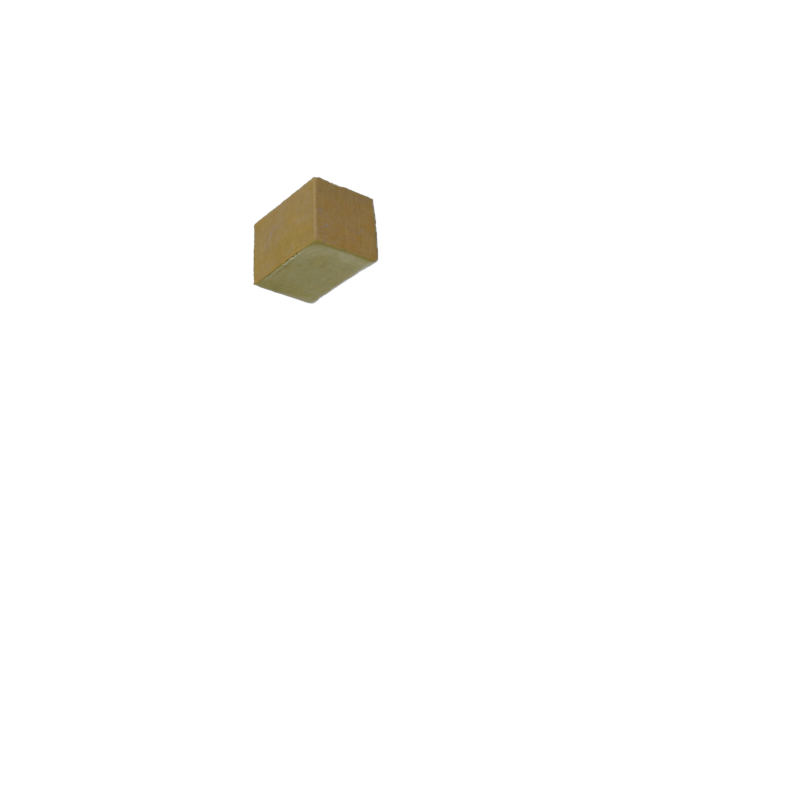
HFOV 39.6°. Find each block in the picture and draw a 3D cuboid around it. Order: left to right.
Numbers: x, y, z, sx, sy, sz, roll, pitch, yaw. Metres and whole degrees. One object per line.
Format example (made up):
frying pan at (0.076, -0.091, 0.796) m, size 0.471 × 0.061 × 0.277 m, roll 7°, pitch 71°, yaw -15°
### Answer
block at (-0.060, -0.109, 0.762) m, size 0.050 × 0.054 × 0.078 m, roll 19°, pitch -32°, yaw -35°
